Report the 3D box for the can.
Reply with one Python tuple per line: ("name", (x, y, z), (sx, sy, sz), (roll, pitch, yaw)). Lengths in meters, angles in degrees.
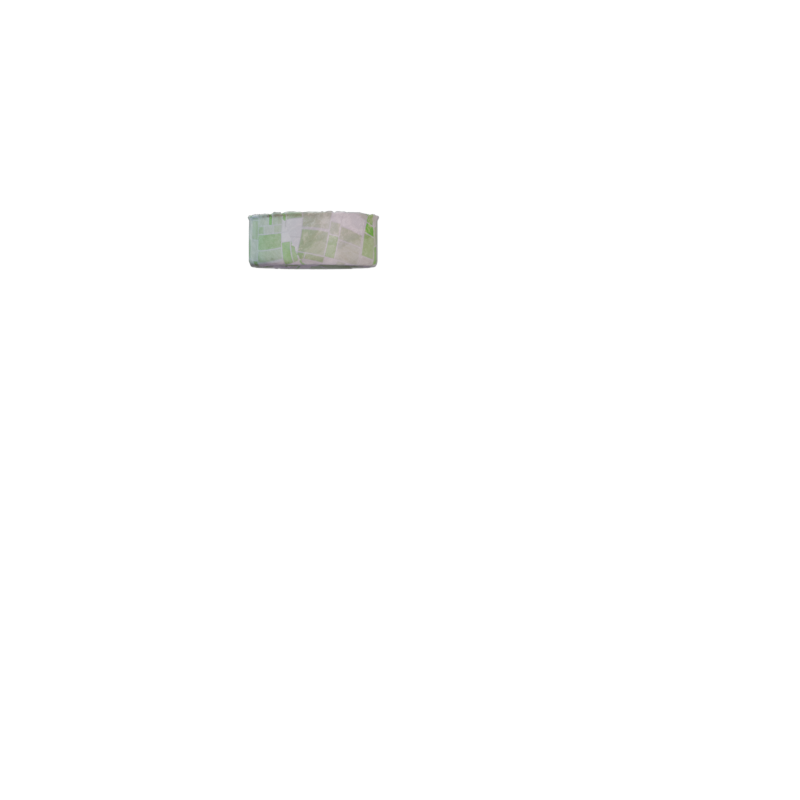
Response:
("can", (-0.057, -0.103, 0.724), (0.086, 0.034, 0.086), (0, 4, -2))
